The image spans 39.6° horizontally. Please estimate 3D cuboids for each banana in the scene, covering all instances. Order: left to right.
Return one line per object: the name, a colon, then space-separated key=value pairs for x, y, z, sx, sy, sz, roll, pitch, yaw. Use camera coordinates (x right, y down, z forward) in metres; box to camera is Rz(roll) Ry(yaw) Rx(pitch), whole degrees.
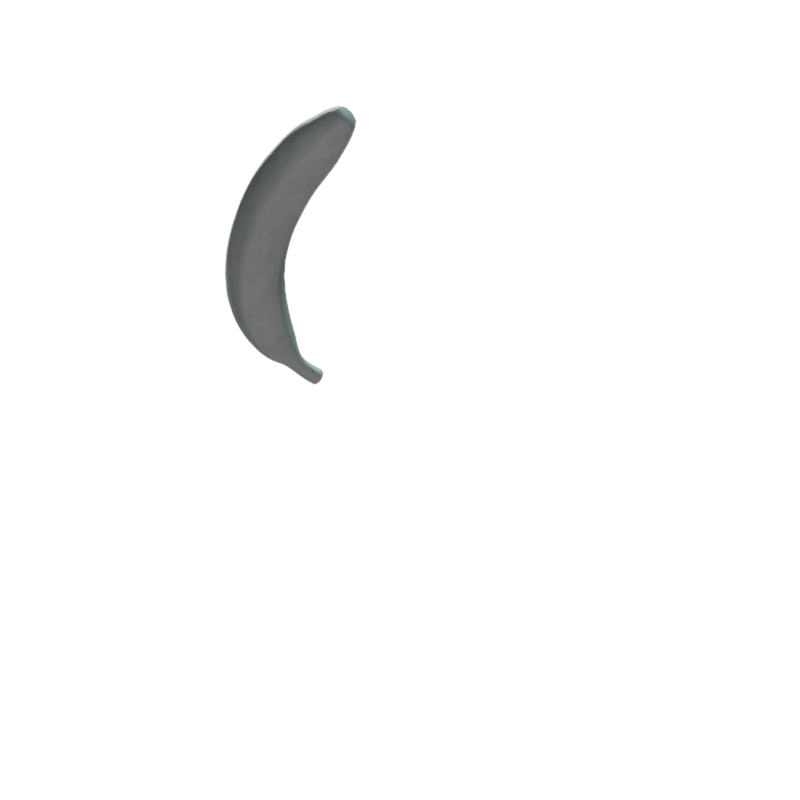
banana: x=-0.072 y=-0.096 z=0.685 sx=0.069 sy=0.186 sz=0.039 roll=6 pitch=36 yaw=-5
